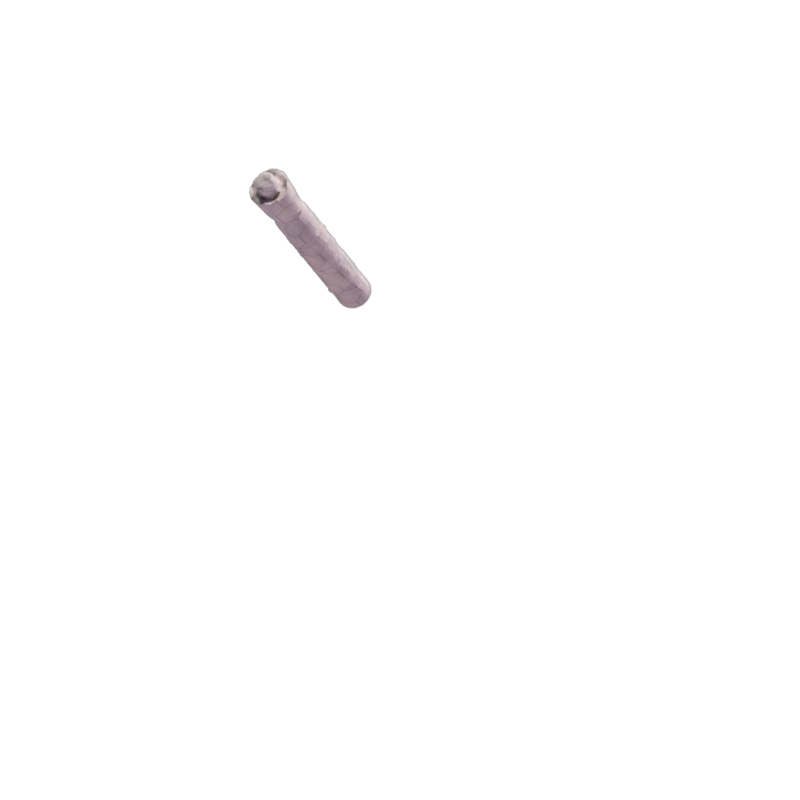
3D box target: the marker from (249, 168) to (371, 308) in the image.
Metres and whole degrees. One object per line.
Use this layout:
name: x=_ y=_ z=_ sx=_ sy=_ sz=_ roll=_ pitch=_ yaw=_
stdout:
marker: x=-0.041 y=-0.076 z=0.530 sx=0.020 sy=0.021 sz=0.113 roll=2 pitch=-20 yaw=21
